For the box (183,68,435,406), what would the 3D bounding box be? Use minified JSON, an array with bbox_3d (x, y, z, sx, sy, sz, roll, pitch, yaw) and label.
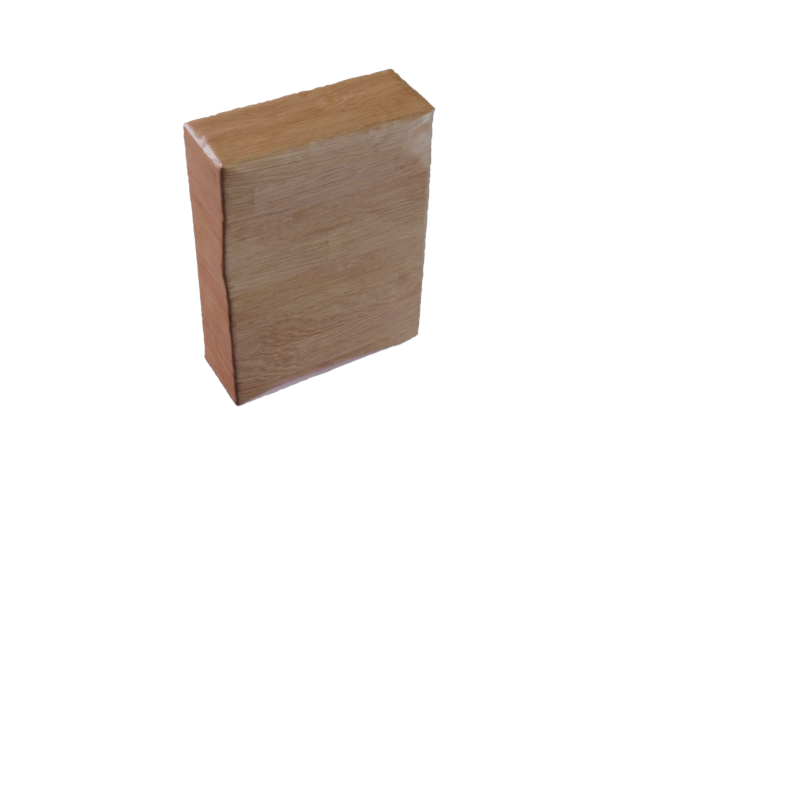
[{"bbox_3d":[-0.063,-0.115,0.804,0.162,0.199,0.078,-20,46,-23],"label":"box"}]
